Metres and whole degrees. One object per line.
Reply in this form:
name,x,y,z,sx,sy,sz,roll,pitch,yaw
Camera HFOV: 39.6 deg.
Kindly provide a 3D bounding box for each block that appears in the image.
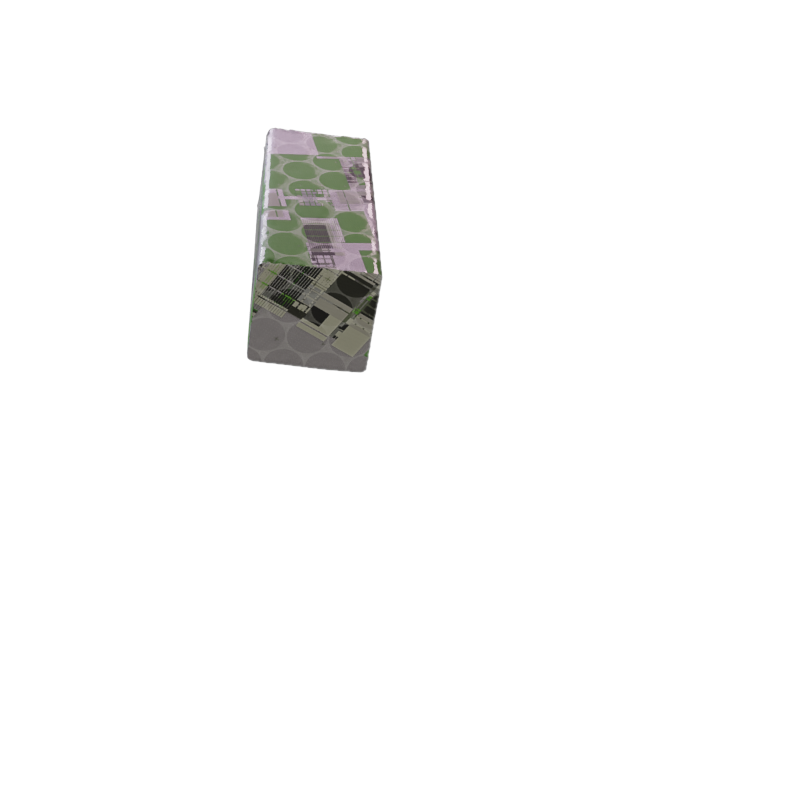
block,-0.069,-0.125,0.874,0.089,0.085,0.221,5,37,-8
